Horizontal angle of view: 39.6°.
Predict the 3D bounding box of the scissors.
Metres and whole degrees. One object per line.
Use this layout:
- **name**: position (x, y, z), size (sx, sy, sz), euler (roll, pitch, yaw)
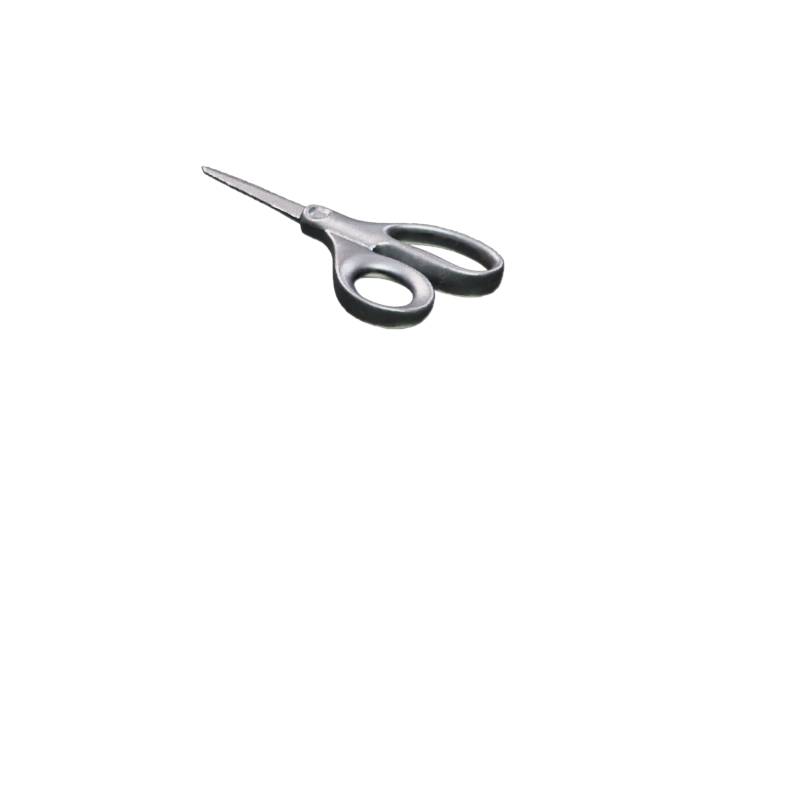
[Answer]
- **scissors**: position (-0.046, -0.084, 0.591), size (0.210, 0.015, 0.098), euler (18, 39, 23)
